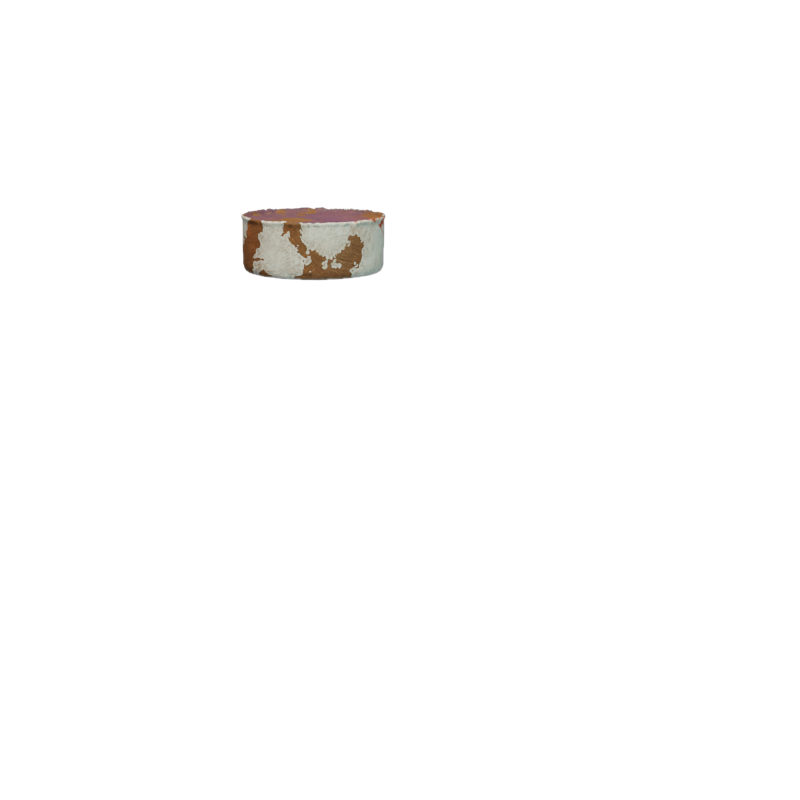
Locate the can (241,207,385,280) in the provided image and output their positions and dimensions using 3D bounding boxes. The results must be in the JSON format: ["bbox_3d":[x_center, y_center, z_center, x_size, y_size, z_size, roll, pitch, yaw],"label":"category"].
[{"bbox_3d":[-0.052,-0.095,0.663,0.086,0.033,0.088,0,14,-2],"label":"can"}]
